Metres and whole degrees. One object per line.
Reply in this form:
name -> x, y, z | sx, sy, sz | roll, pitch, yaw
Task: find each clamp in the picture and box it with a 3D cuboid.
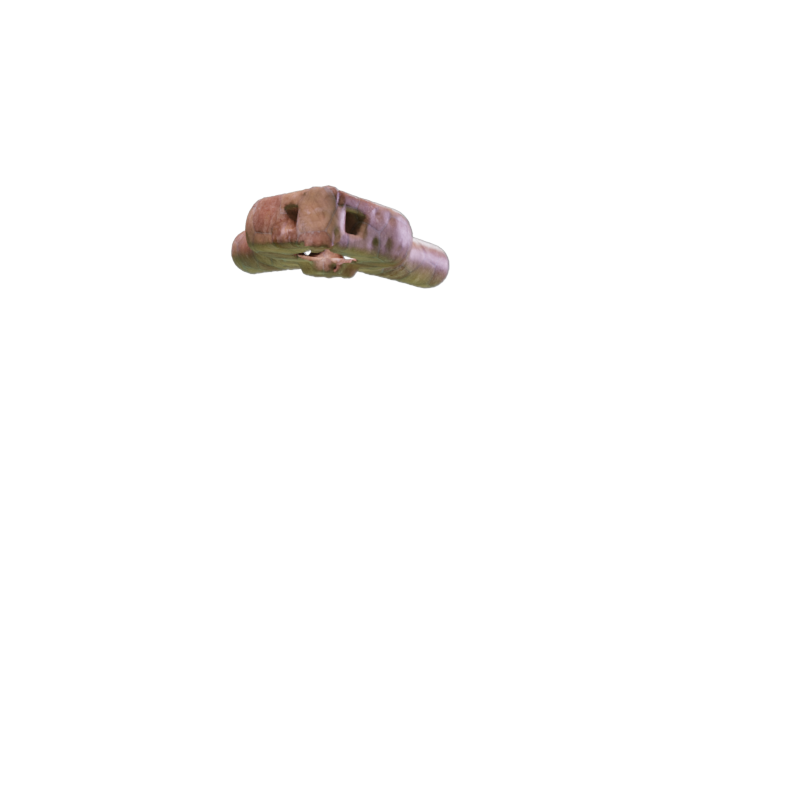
clamp -> -0.043, -0.079, 0.555 | 0.122, 0.040, 0.166 | -1, -3, 10
